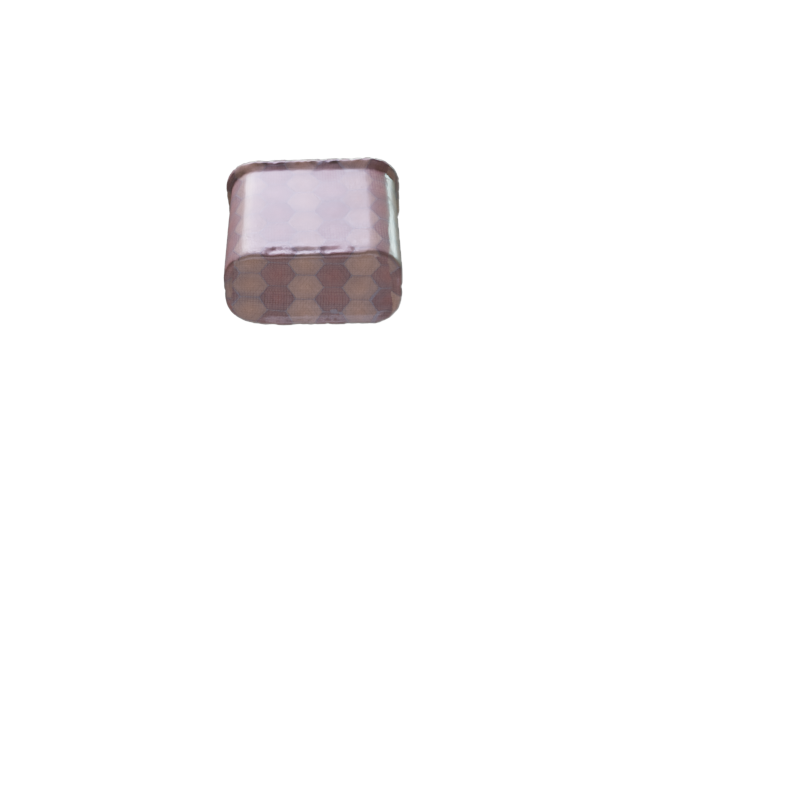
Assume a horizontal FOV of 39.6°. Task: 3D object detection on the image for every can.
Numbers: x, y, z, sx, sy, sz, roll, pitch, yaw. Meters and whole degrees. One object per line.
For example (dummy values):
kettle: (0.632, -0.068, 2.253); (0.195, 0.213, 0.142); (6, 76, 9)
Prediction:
can: (-0.049, -0.089, 0.627); (0.102, 0.053, 0.090); (-2, 44, 0)
